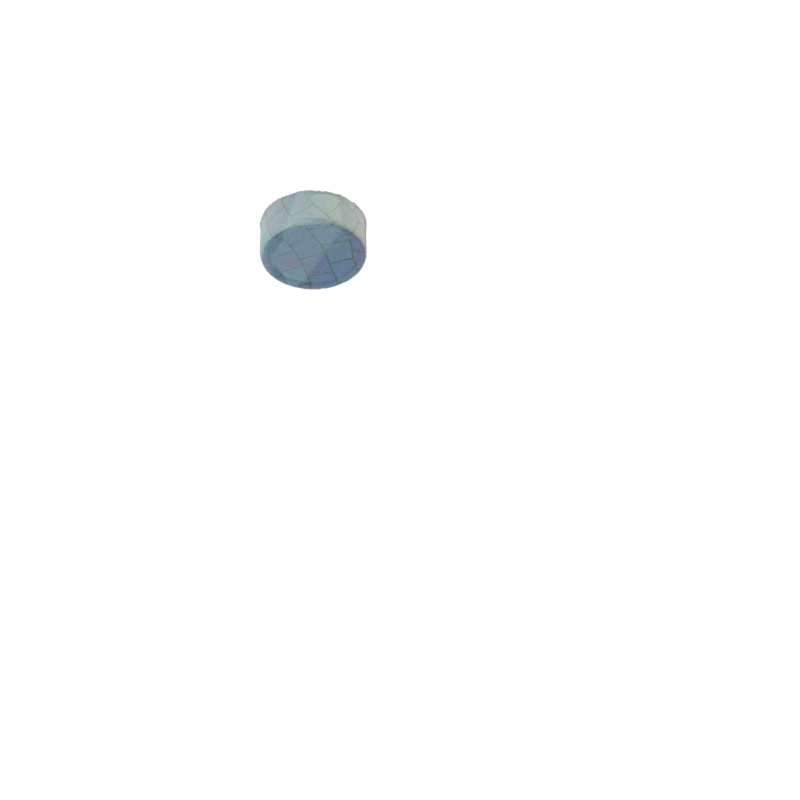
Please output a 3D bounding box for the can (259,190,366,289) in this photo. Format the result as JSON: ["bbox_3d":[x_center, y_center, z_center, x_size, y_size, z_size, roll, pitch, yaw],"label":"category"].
[{"bbox_3d":[-0.069,-0.126,0.880,0.086,0.036,0.080,1,-36,-2],"label":"can"}]
